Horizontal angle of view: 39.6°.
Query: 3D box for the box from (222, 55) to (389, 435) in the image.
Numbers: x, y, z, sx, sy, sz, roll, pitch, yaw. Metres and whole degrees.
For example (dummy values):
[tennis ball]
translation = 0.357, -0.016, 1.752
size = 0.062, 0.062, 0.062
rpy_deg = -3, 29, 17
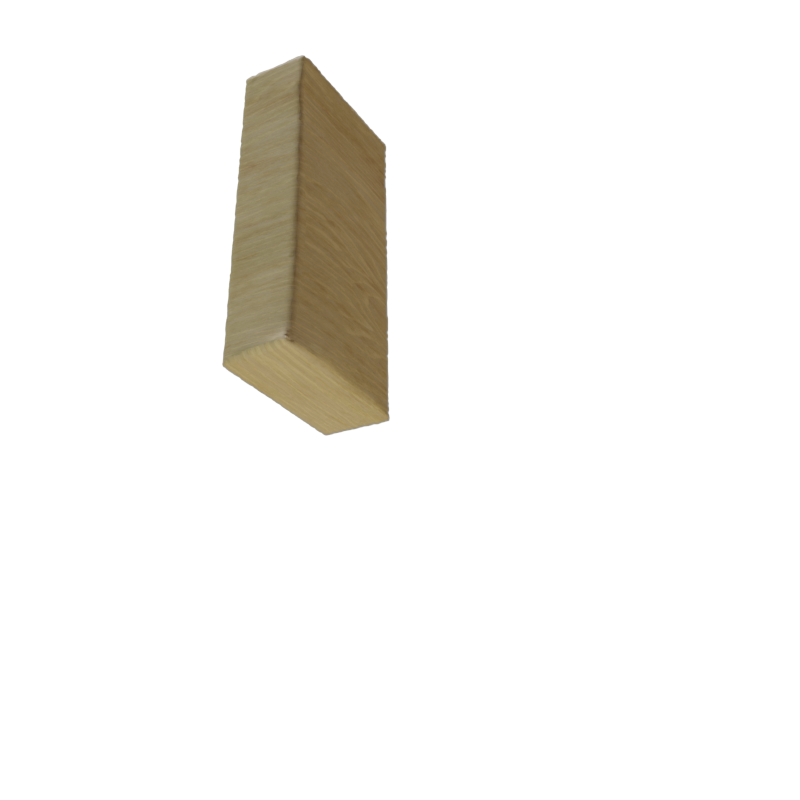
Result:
[box]
translation = -0.045, -0.082, 0.576
size = 0.048, 0.188, 0.086
rpy_deg = -20, -36, 24
